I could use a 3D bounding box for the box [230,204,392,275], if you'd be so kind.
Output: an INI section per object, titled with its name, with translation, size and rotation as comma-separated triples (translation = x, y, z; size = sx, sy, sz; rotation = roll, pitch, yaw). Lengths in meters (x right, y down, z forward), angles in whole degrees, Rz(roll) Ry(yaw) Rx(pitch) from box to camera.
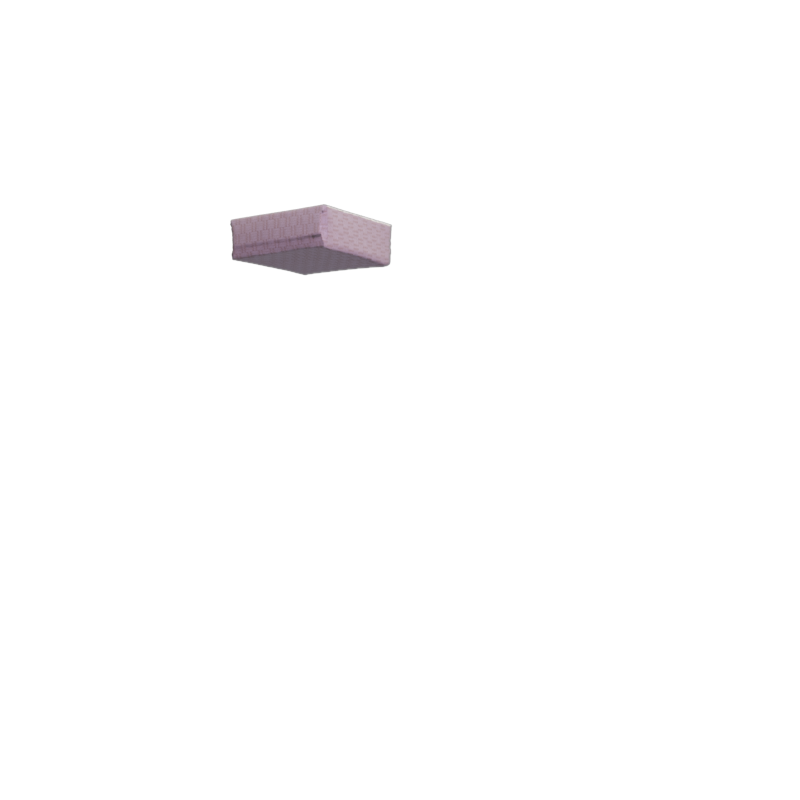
[box]
translation = -0.071, -0.130, 0.907
size = 0.092, 0.040, 0.108
rotation = -3, -5, 30
